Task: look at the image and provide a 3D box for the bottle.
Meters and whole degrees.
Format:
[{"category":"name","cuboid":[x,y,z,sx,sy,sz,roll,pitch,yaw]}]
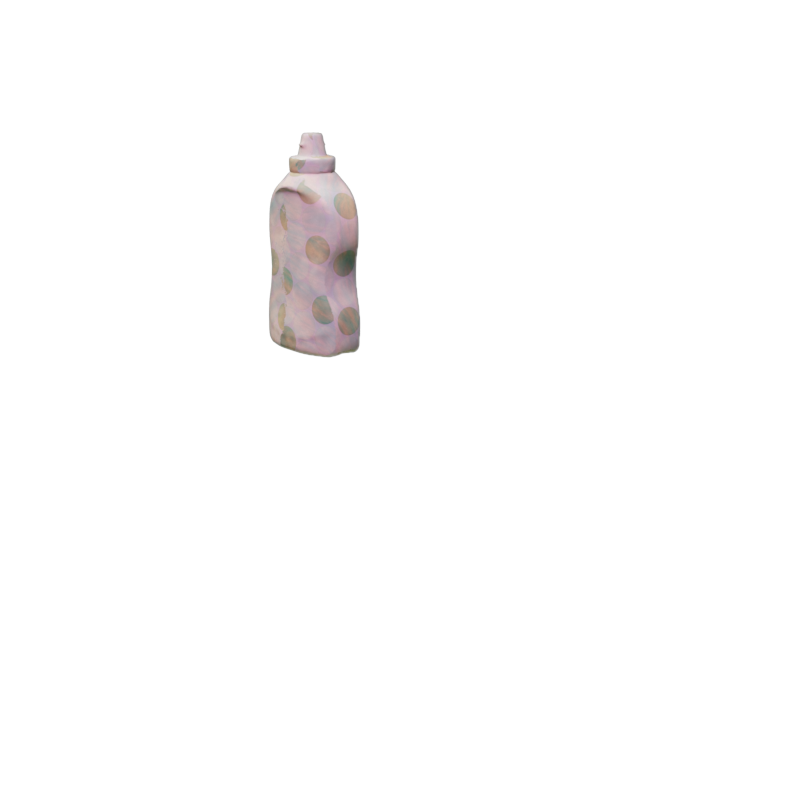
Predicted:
[{"category":"bottle","cuboid":[-0.077,-0.140,0.980,0.057,0.187,0.101,-7,13,-39]}]
